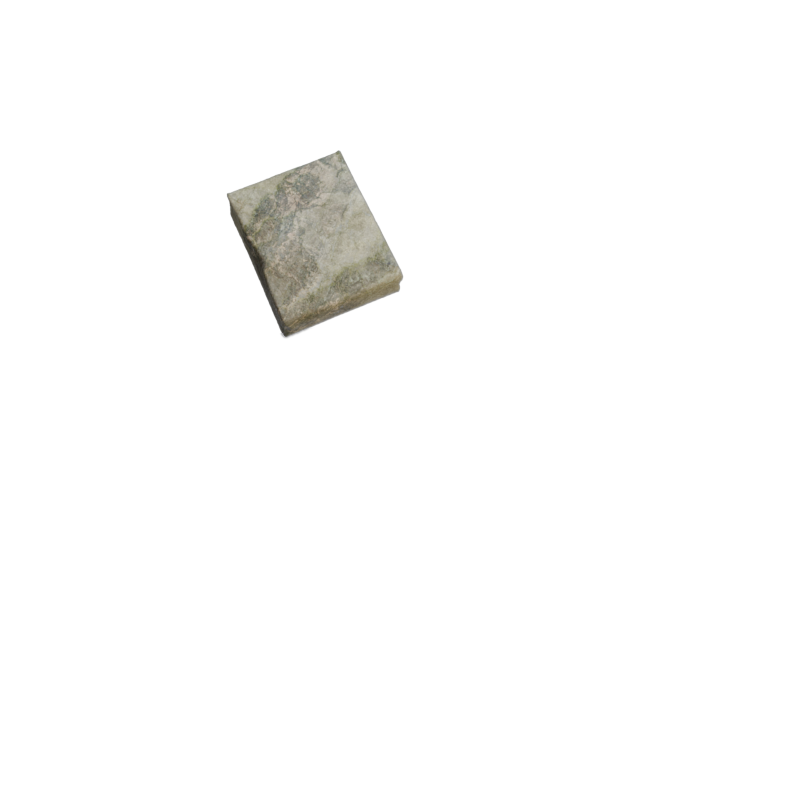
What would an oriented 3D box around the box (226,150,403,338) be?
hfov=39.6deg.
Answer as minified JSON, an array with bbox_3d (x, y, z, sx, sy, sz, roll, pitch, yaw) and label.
[{"bbox_3d":[-0.050,-0.091,0.637,0.073,0.094,0.029,-22,-20,-9],"label":"box"}]
